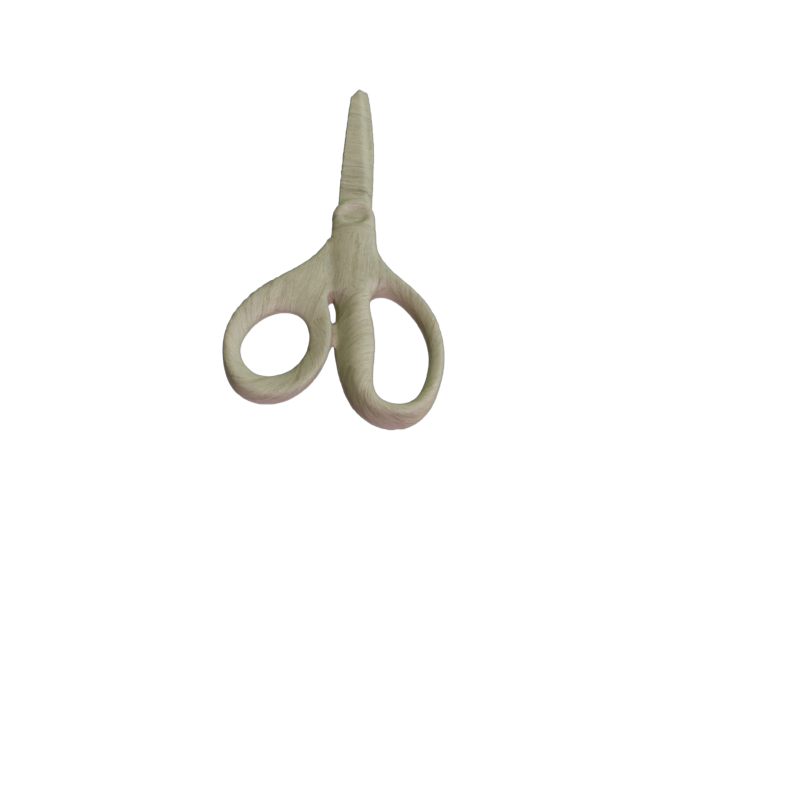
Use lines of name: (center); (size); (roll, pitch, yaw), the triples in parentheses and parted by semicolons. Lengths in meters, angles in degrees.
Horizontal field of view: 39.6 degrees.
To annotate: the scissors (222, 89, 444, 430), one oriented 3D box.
scissors: (-0.038, -0.069, 0.483); (0.095, 0.218, 0.015); (-10, -41, -9)
